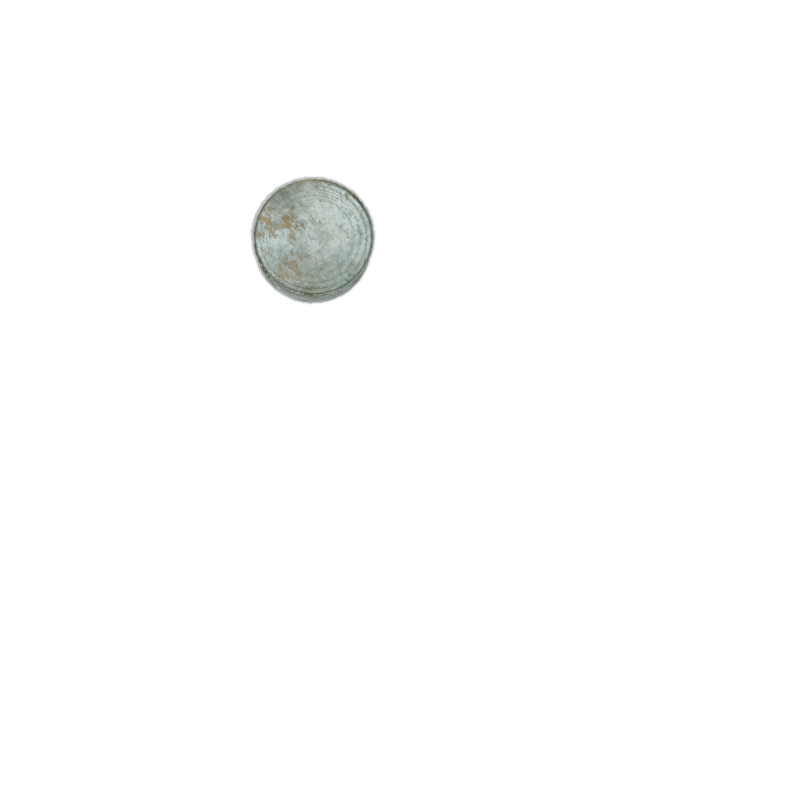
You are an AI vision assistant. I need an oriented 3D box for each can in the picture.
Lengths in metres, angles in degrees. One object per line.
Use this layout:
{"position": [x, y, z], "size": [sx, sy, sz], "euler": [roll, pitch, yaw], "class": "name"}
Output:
{"position": [-0.062, -0.113, 0.794], "size": [0.086, 0.089, 0.032], "euler": [0, -13, -1], "class": "can"}
